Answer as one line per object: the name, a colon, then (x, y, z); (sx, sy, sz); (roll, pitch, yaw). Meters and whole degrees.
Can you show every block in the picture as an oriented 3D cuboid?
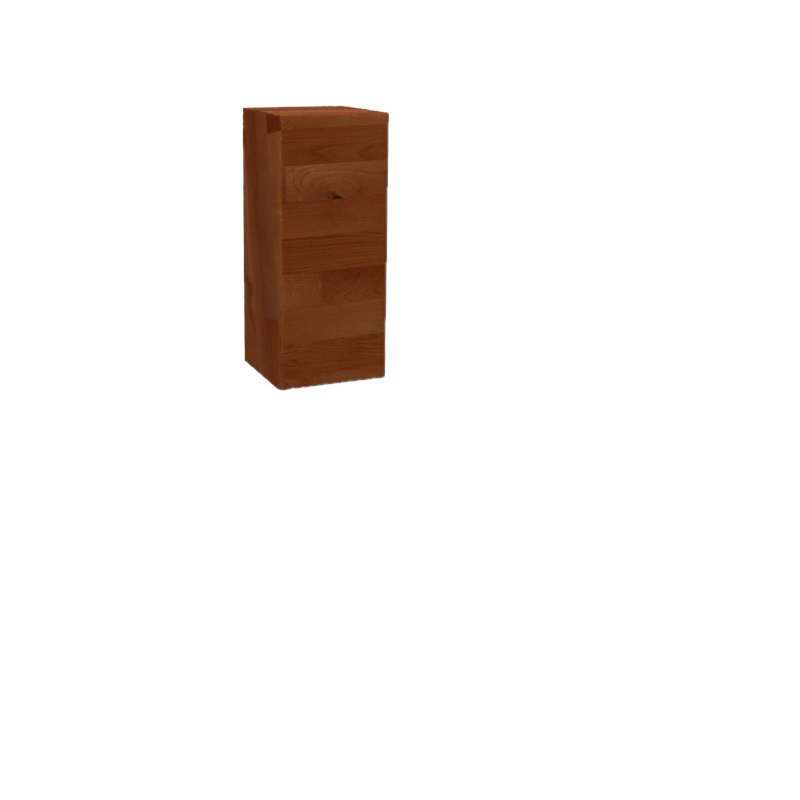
block: (-0.068, -0.124, 0.868); (0.088, 0.201, 0.095); (-5, 14, -24)
